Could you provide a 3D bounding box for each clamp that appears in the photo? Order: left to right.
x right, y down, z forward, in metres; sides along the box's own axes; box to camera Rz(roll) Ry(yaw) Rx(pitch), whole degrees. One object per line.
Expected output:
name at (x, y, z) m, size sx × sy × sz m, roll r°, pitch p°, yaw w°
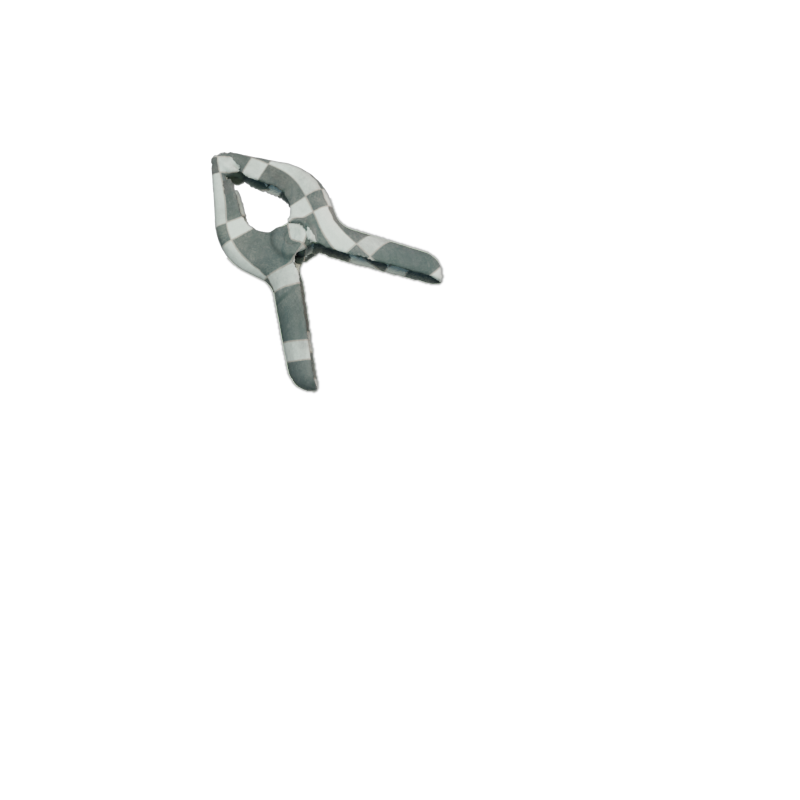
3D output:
clamp at (-0.057, -0.105, 0.733) m, size 0.120 × 0.179 × 0.037 m, roll -31°, pitch -16°, yaw -10°
